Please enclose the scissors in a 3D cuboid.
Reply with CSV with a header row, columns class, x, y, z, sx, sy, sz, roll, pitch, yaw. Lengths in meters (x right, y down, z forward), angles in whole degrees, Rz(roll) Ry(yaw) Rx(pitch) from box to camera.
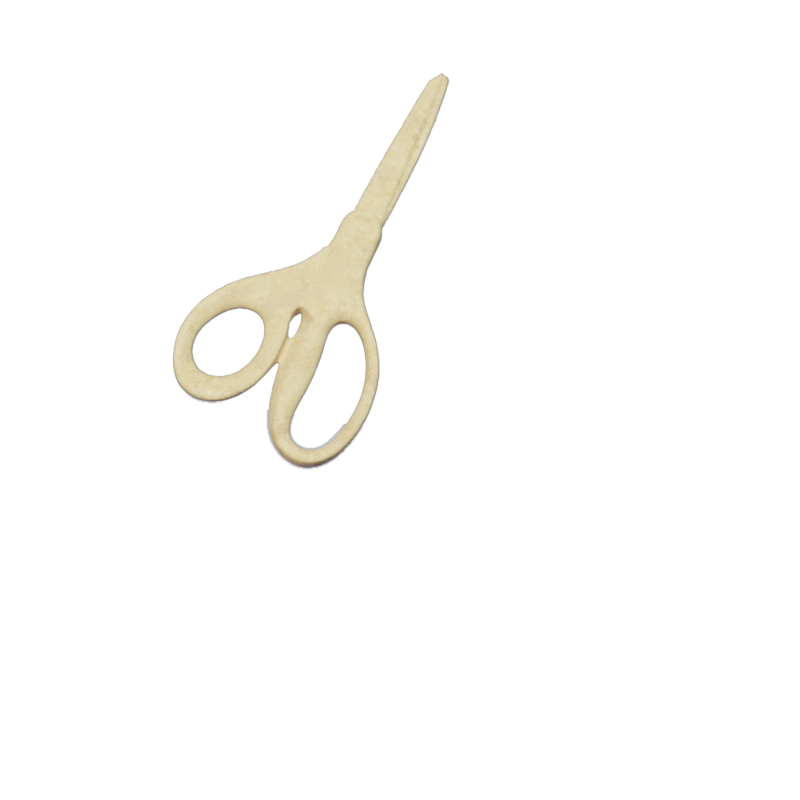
class,x,y,z,sx,sy,sz,roll,pitch,yaw
scissors,-0.039,-0.070,0.492,0.097,0.212,0.015,8,-26,4
